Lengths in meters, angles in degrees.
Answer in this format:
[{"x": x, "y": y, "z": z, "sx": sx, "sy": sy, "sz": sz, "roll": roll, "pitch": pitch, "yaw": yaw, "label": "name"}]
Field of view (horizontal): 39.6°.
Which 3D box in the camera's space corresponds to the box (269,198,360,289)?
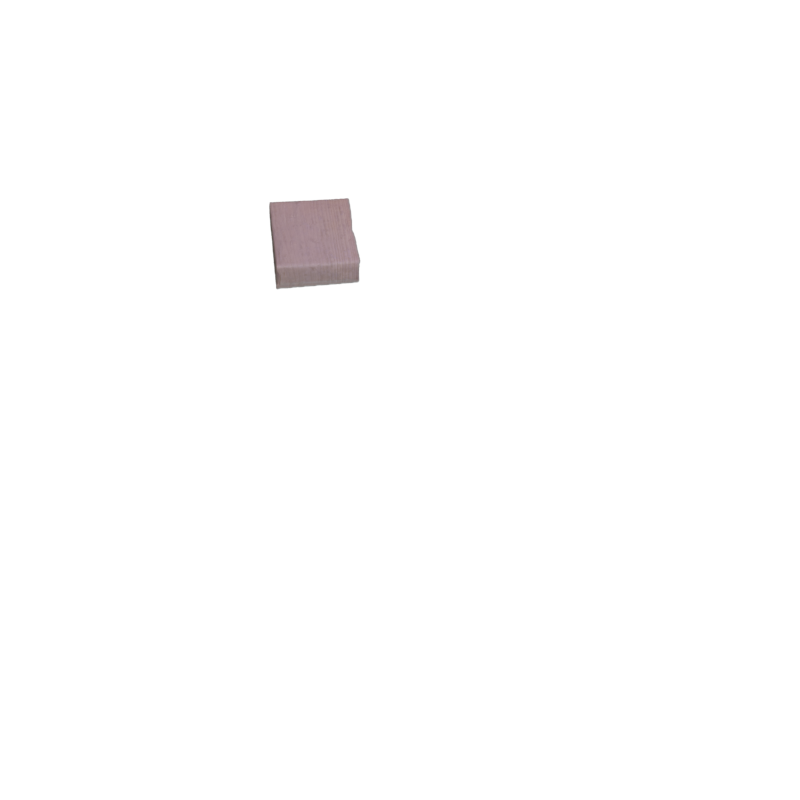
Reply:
[{"x": -0.077, "y": -0.139, "z": 0.978, "sx": 0.073, "sy": 0.096, "sz": 0.028, "roll": -5, "pitch": -44, "yaw": -5, "label": "box"}]
